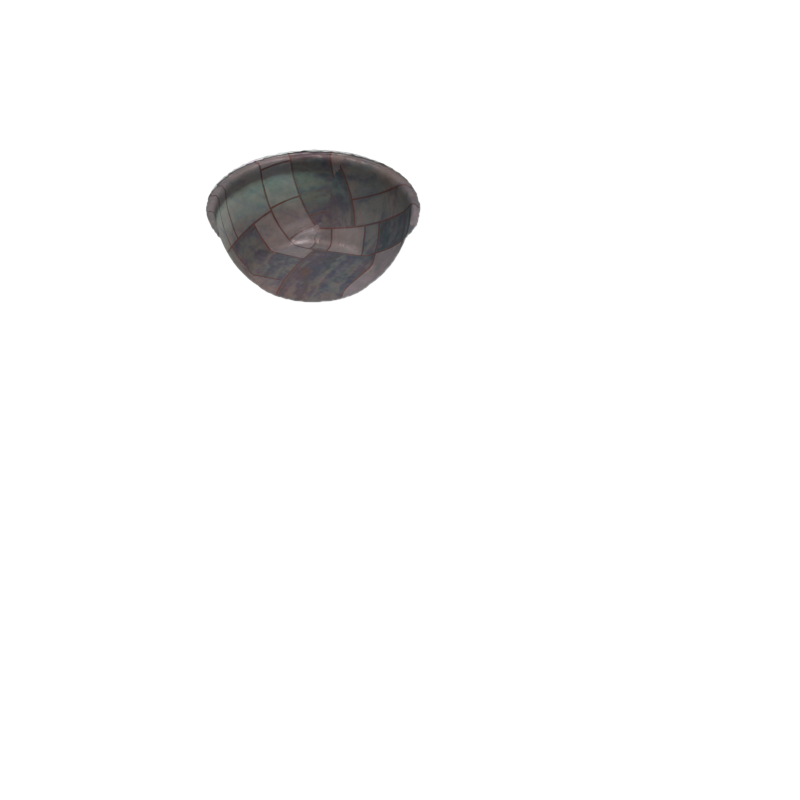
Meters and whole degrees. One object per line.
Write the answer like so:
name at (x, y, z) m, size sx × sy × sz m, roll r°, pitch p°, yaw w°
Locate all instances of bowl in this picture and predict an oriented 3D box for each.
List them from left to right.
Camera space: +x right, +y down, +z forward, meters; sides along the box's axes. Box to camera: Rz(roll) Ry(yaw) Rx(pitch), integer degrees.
bowl at (-0.064, -0.118, 0.823) m, size 0.162 × 0.058 × 0.153 m, roll 1°, pitch -25°, yaw -2°
